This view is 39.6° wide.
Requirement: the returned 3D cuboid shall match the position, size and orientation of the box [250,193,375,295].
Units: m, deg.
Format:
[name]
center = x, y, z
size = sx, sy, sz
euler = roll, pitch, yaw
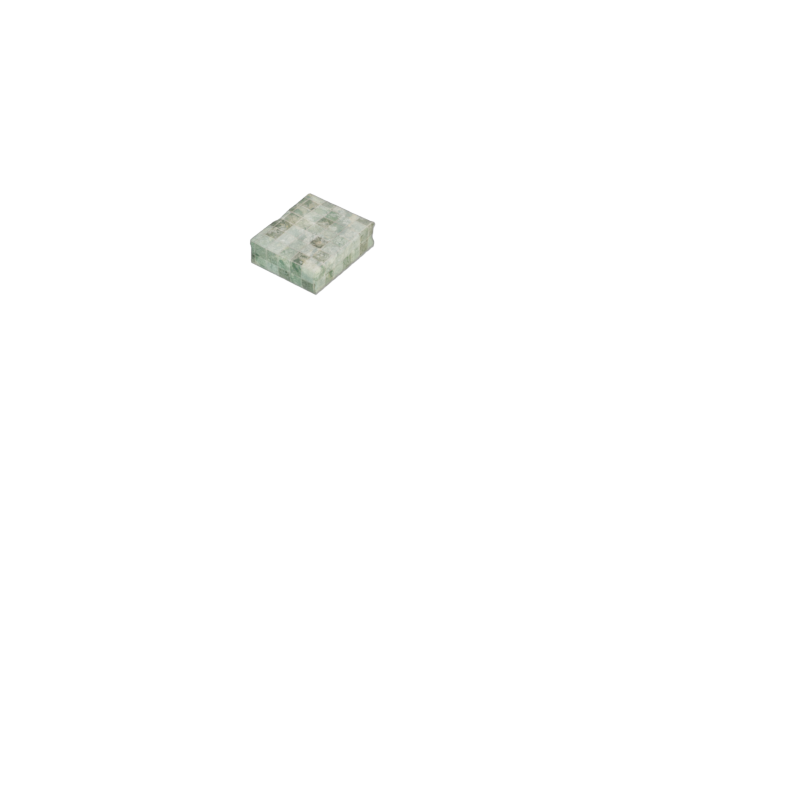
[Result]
[box]
center = -0.076, -0.139, 0.970
size = 0.077, 0.028, 0.091
euler = 26, 49, 25
